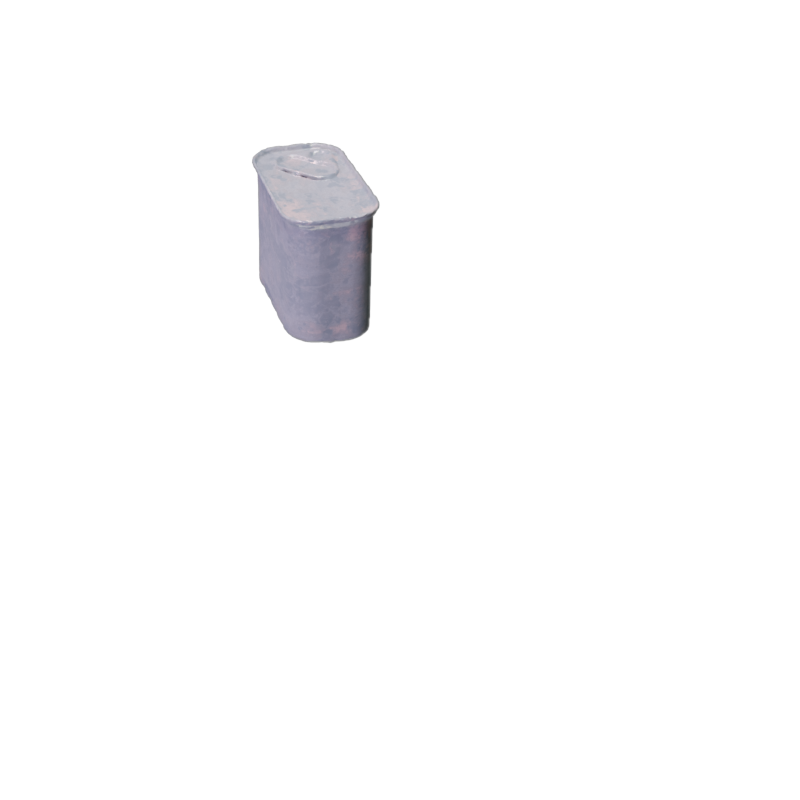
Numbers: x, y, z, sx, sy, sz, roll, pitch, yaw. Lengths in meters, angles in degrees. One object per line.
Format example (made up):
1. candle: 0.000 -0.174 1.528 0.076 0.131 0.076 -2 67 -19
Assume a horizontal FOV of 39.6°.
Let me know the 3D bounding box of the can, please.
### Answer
1. can: -0.052 -0.094 0.660 0.057 0.079 0.110 -9 35 -16
